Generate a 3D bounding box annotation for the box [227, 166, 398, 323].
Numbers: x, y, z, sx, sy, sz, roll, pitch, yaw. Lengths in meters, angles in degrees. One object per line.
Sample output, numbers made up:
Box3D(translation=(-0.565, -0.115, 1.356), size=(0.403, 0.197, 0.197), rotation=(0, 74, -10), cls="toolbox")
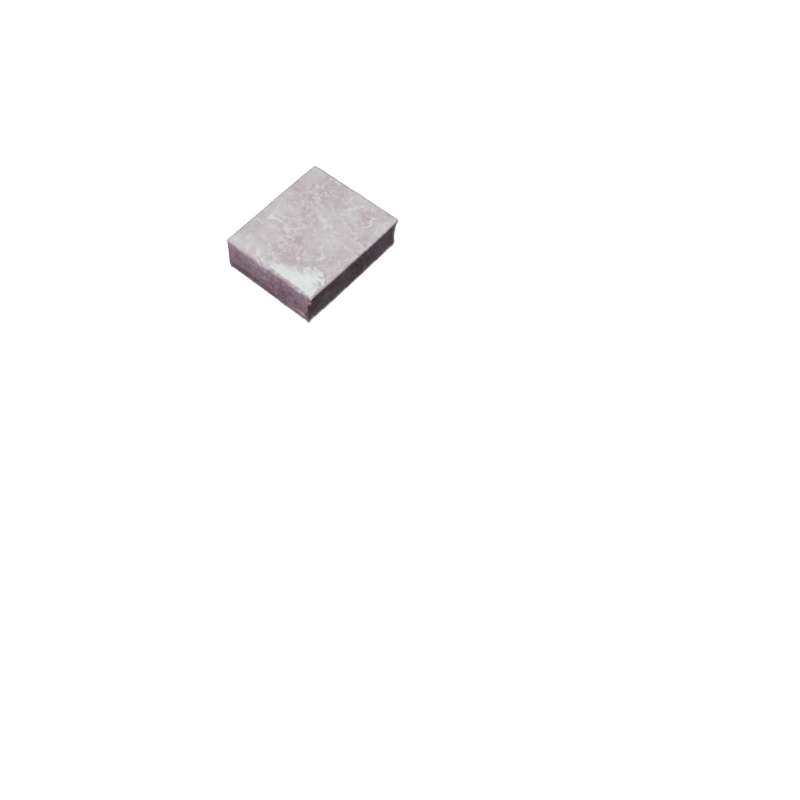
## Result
Box3D(translation=(-0.071, -0.129, 0.904), size=(0.094, 0.115, 0.036), rotation=(33, -29, 20), cls="box")
